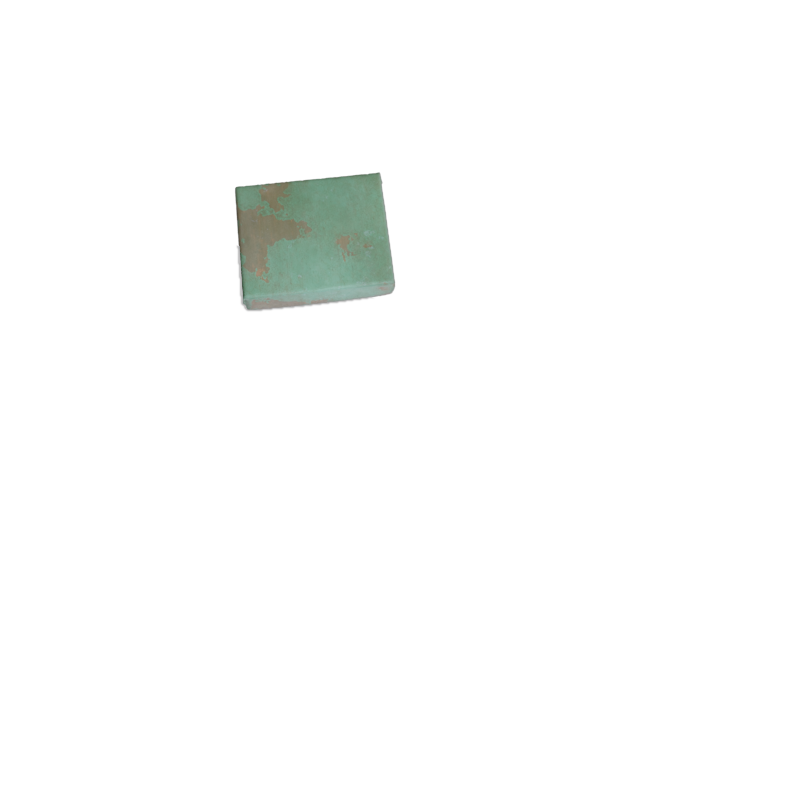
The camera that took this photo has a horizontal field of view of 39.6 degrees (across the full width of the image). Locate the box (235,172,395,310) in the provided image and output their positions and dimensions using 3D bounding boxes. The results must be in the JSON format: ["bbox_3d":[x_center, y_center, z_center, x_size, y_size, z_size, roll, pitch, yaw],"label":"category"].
[{"bbox_3d":[-0.065,-0.118,0.827,0.113,0.094,0.037,-6,-20,-3],"label":"box"}]
